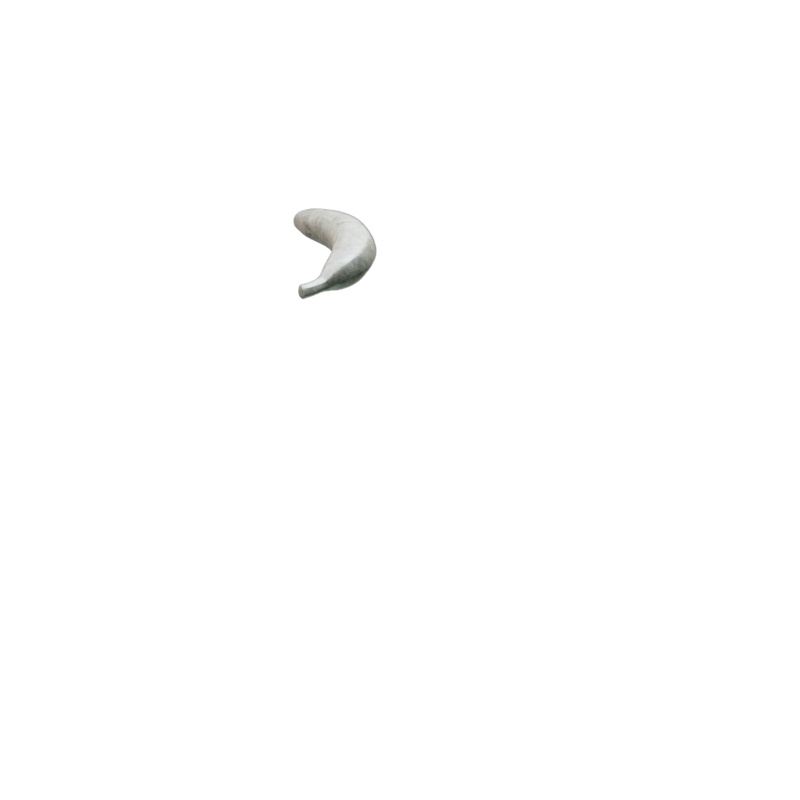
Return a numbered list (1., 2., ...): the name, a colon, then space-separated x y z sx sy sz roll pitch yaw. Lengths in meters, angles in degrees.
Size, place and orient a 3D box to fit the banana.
1. banana: -0.057 -0.138 0.970 0.069 0.035 0.208 -2 24 -5
